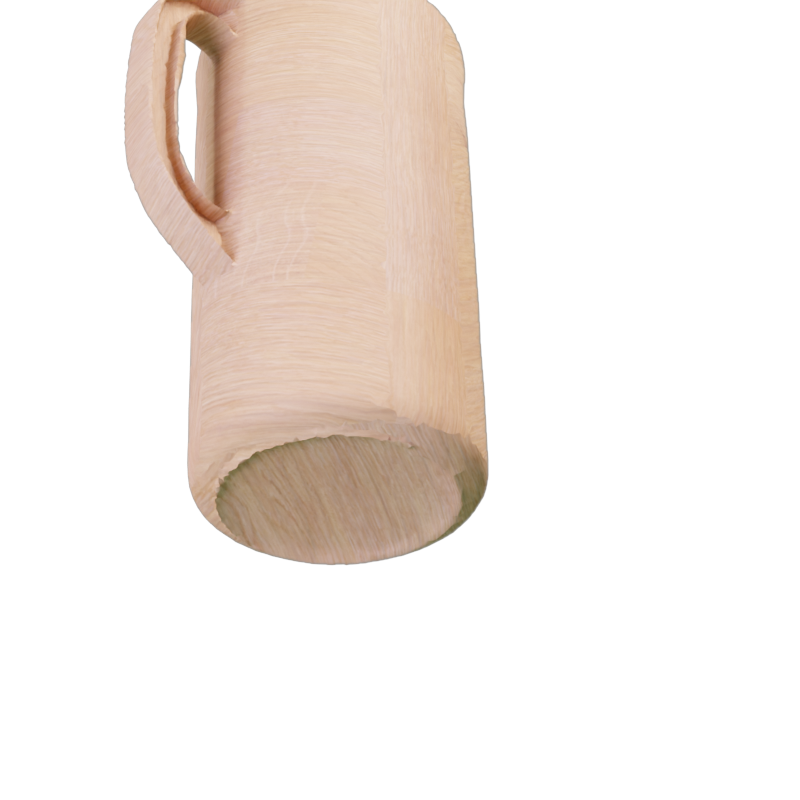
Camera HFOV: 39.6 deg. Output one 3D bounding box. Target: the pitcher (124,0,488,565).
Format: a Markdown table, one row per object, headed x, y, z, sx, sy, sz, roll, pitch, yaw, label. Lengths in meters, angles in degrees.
| x | y | z | sx | sy | sz | roll | pitch | yaw | label |
| --- | --- | --- | --- | --- | --- | --- | --- | --- | --- |
| -0.037 | -0.067 | 0.468 | 0.149 | 0.261 | 0.135 | -3 | -40 | 0 | pitcher |
